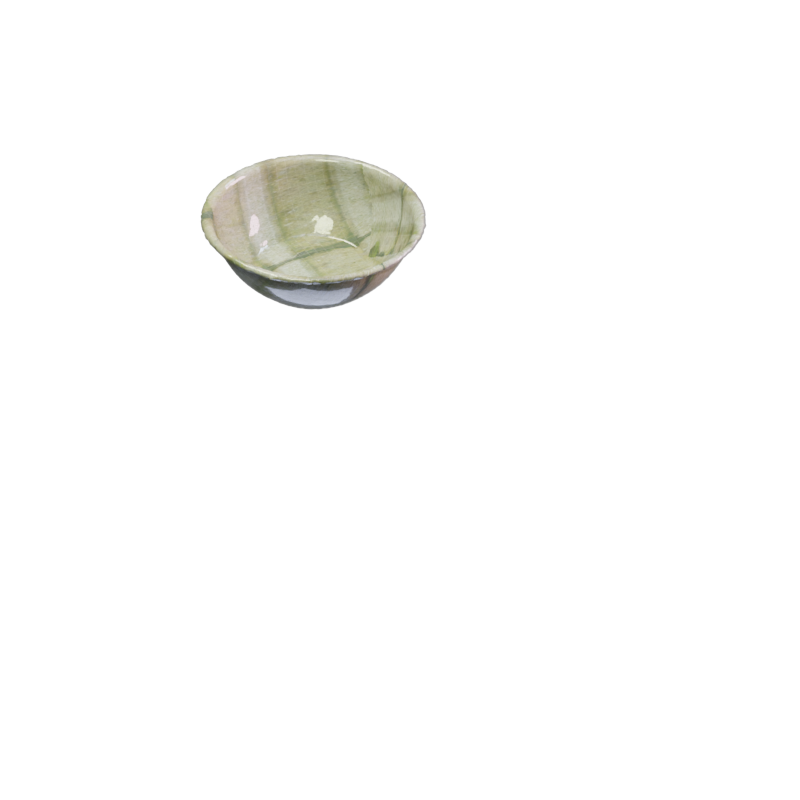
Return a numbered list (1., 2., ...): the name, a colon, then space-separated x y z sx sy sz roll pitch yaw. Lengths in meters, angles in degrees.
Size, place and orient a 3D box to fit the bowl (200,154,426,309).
1. bowl: -0.064 -0.116 0.812 0.162 0.051 0.174 -1 41 -2
